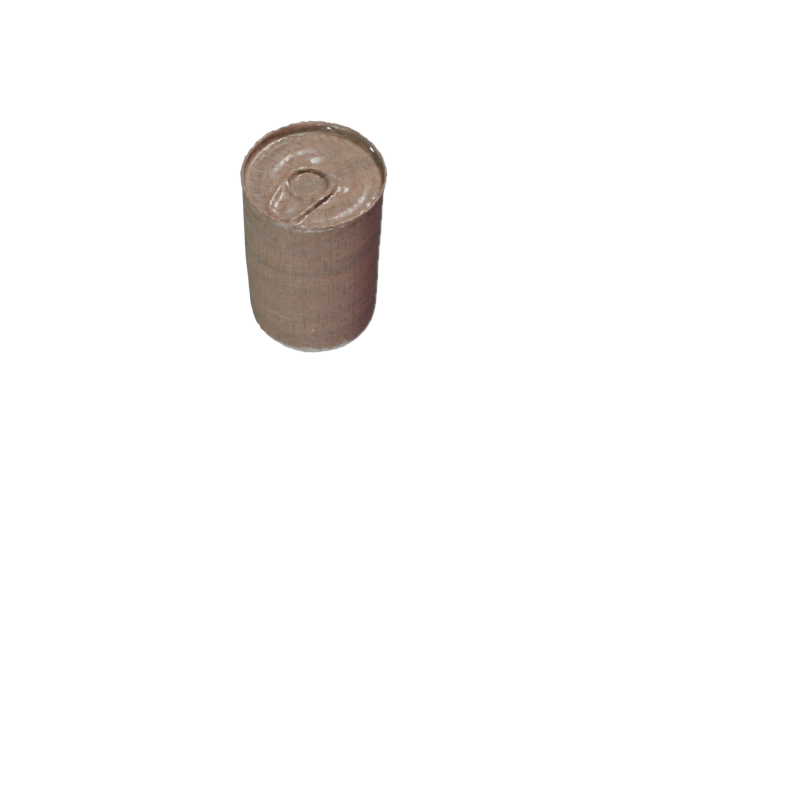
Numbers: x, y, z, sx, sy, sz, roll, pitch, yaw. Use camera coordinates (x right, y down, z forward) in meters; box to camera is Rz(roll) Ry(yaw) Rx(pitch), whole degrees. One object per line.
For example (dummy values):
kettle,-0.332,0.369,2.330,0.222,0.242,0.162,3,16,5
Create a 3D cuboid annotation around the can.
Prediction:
can,-0.043,-0.079,0.551,0.068,0.073,0.095,0,-35,-3
